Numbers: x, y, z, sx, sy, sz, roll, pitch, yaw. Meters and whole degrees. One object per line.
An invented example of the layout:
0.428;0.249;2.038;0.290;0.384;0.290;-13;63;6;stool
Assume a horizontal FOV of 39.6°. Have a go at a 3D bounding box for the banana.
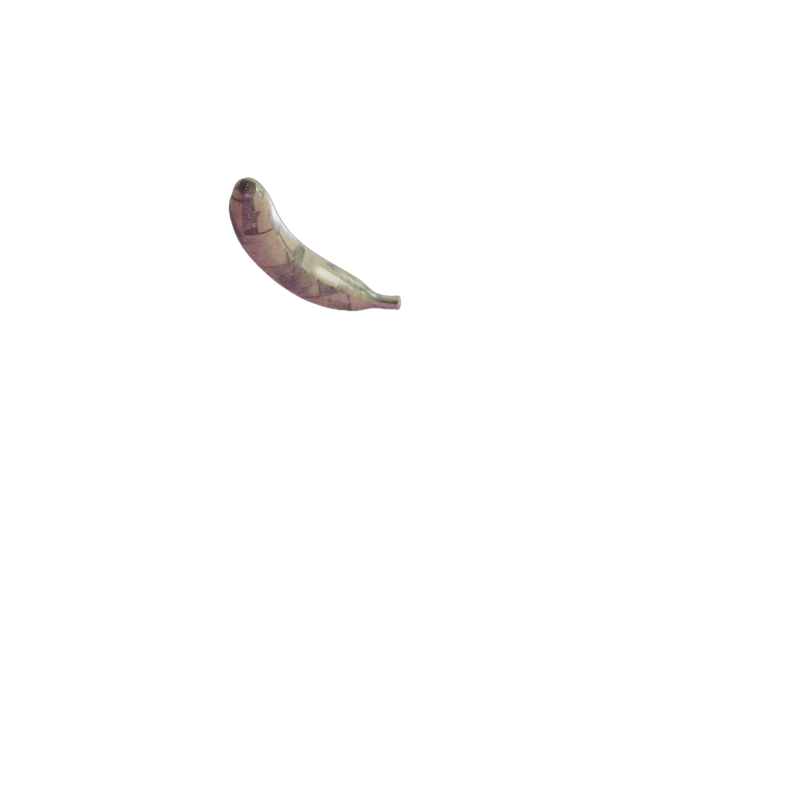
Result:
-0.080;-0.115;0.862;0.070;0.039;0.184;-20;-34;31;banana
